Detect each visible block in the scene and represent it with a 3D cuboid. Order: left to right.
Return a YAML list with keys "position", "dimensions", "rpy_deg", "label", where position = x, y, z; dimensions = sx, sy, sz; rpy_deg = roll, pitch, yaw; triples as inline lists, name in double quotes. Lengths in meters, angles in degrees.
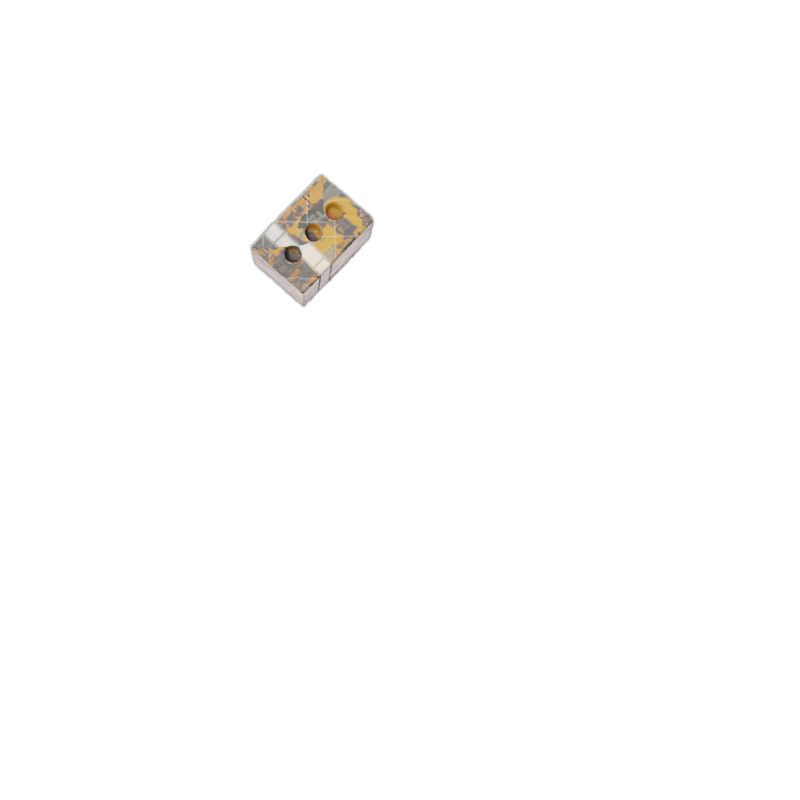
- position: [-0.064, -0.117, 0.820]
  dimensions: [0.054, 0.079, 0.050]
  rpy_deg: [41, -11, 6]
  label: "block"
